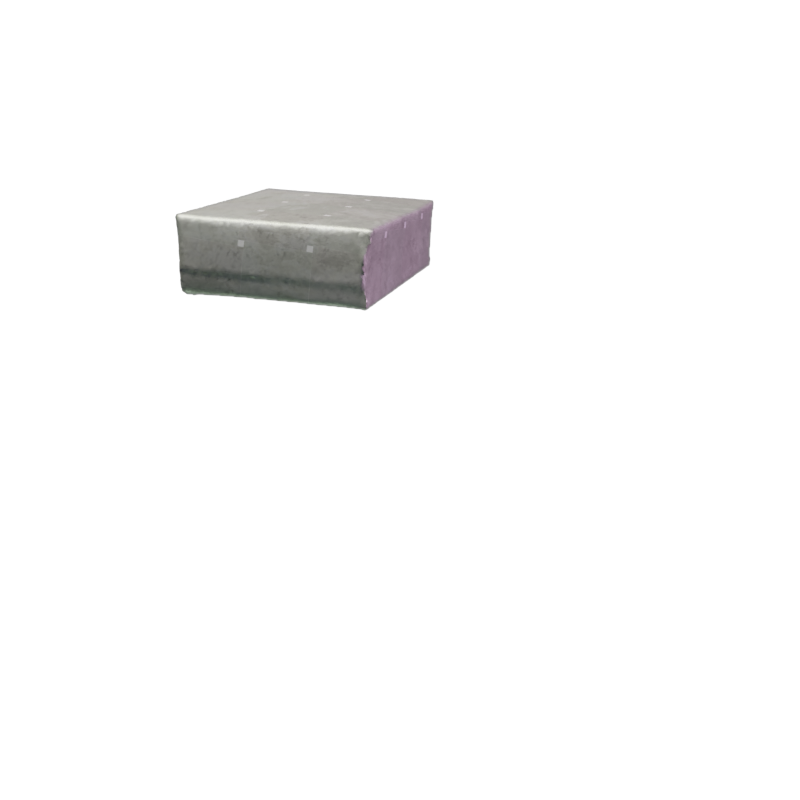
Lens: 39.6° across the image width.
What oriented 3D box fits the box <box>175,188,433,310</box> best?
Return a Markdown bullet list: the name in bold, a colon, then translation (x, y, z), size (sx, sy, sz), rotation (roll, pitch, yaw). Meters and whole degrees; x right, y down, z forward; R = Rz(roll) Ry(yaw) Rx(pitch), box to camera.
- **box**: translation (-0.041, -0.074, 0.516), size (0.092, 0.038, 0.115), rotation (5, 19, 15)
